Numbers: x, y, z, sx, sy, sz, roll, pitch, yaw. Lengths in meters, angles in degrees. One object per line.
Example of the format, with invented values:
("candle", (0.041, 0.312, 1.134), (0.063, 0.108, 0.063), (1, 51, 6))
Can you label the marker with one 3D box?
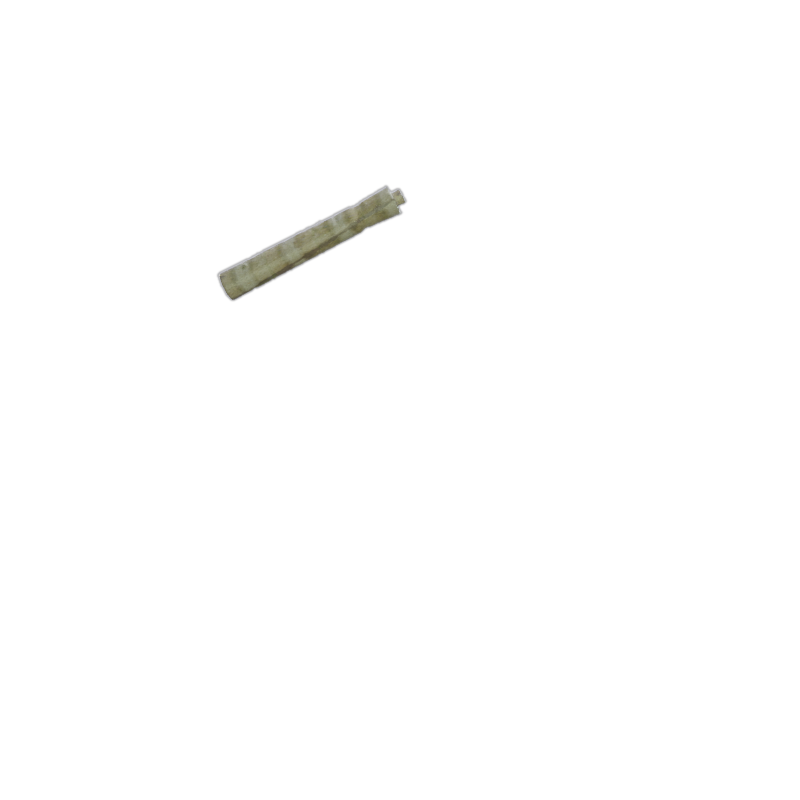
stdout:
("marker", (-0.052, -0.095, 0.667), (0.121, 0.020, 0.020), (-27, 2, 6))
